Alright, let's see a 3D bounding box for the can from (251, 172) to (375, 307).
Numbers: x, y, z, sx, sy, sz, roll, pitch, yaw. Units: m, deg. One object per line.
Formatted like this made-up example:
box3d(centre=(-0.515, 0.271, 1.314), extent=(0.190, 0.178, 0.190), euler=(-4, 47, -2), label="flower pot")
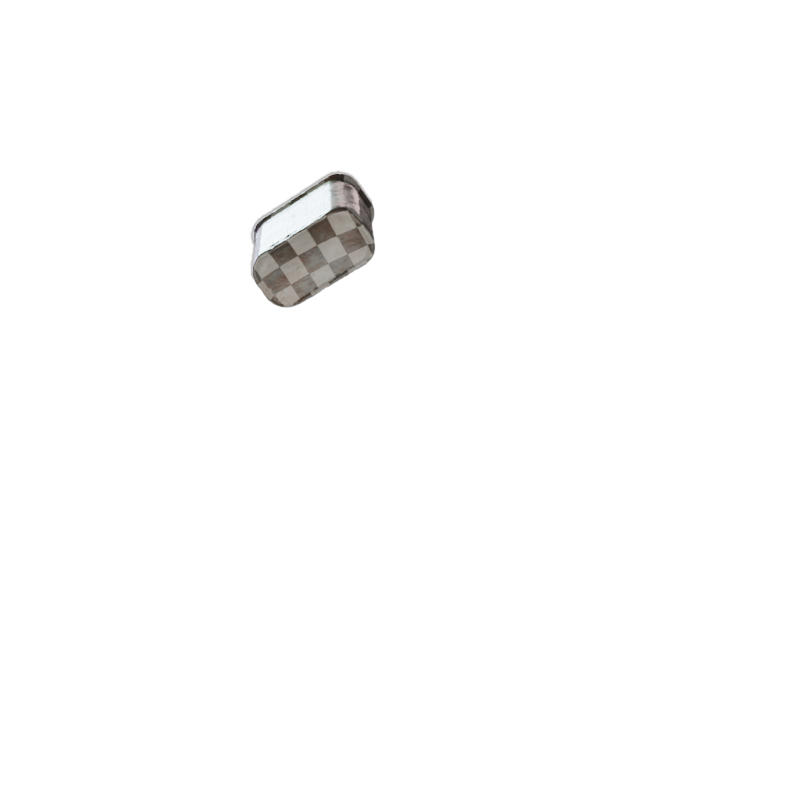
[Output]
box3d(centre=(-0.069, -0.126, 0.884), extent=(0.102, 0.055, 0.088), euler=(-31, 23, 11), label="can")
